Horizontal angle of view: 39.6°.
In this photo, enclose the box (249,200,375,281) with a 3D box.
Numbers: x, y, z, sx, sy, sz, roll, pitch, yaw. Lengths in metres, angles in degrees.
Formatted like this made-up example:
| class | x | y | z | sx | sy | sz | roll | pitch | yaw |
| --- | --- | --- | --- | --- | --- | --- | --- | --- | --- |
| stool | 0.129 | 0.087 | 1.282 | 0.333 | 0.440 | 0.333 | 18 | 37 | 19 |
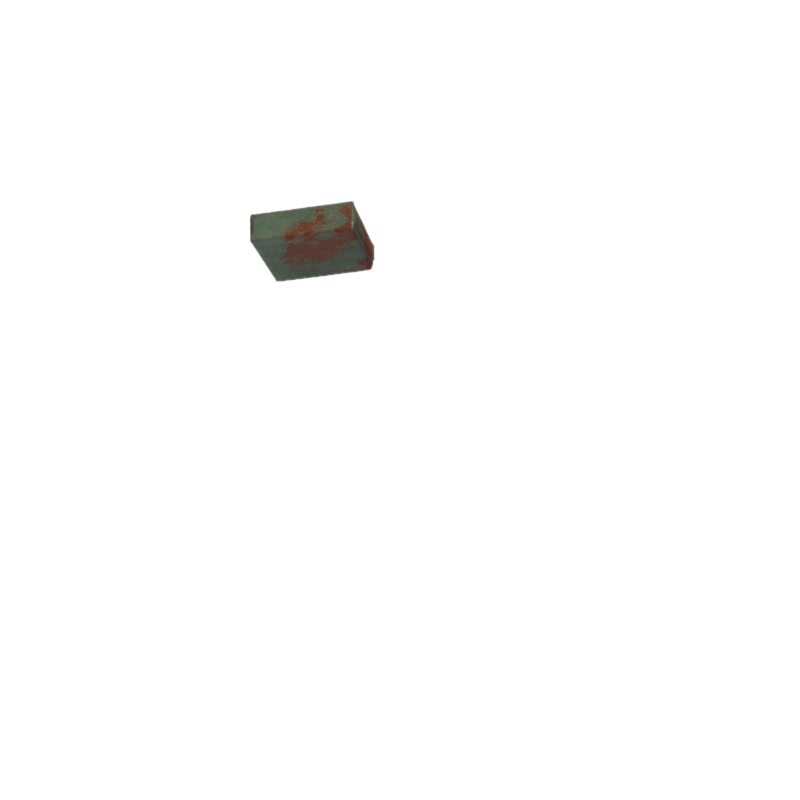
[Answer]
| class | x | y | z | sx | sy | sz | roll | pitch | yaw |
| --- | --- | --- | --- | --- | --- | --- | --- | --- | --- |
| box | -0.072 | -0.132 | 0.922 | 0.090 | 0.032 | 0.068 | -6 | -24 | 13 |
